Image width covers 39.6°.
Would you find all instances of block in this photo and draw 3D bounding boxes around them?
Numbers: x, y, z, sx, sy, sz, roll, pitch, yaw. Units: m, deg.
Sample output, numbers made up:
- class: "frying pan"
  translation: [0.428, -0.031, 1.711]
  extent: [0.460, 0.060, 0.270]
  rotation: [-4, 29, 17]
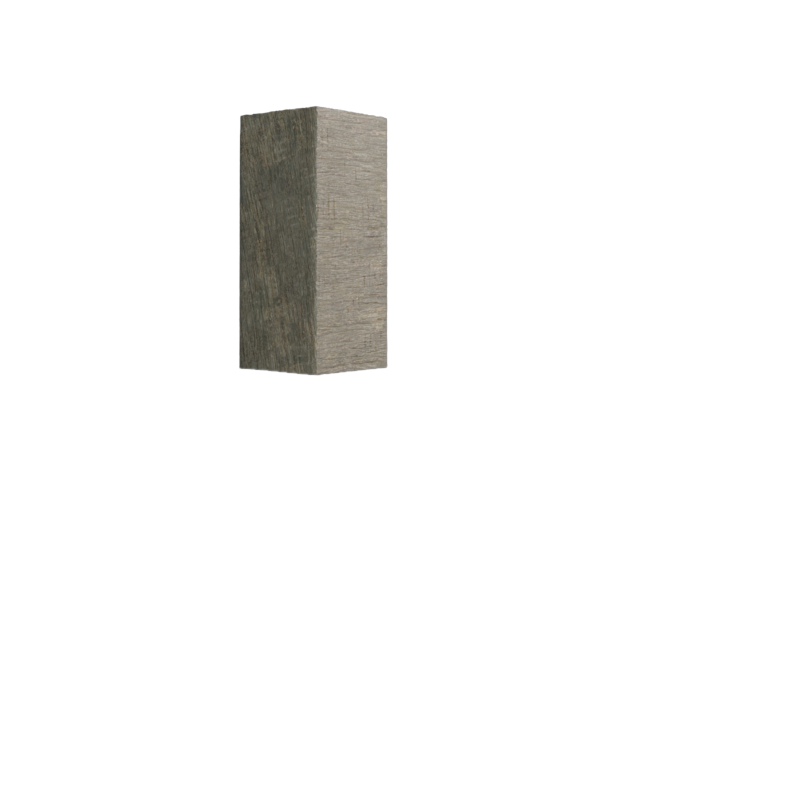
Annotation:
- class: "block"
  translation: [-0.071, -0.129, 0.907]
  extent: [0.094, 0.207, 0.087]
  rotation: [0, 0, 40]
